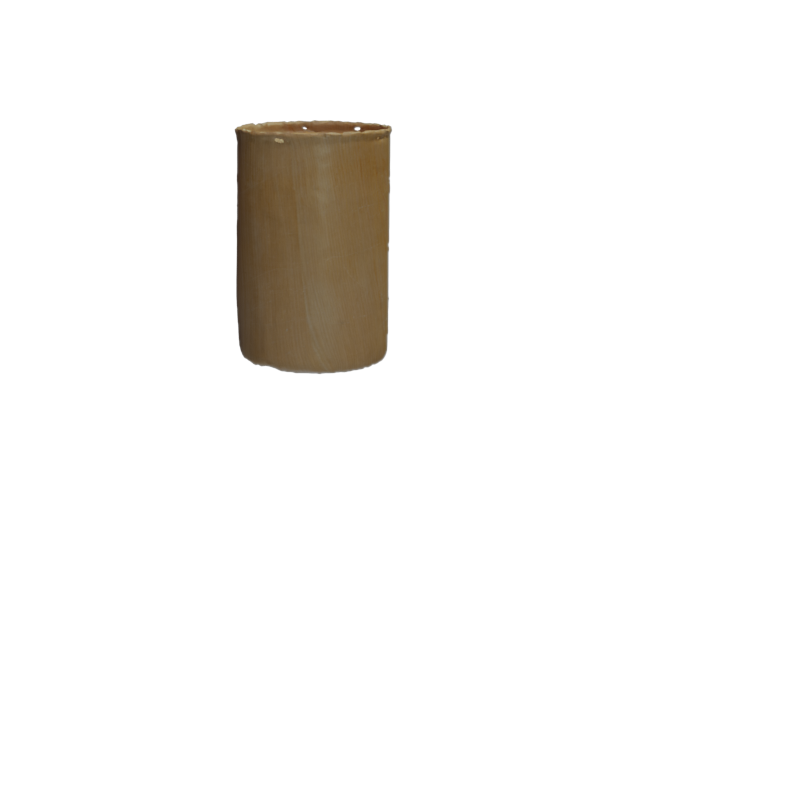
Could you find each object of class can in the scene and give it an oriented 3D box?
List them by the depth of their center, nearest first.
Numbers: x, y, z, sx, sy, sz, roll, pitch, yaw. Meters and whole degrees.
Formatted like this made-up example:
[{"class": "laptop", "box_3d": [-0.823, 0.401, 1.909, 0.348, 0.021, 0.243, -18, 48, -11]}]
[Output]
[{"class": "can", "box_3d": [-0.038, -0.070, 0.488, 0.068, 0.100, 0.071, 0, 13, -2]}]
